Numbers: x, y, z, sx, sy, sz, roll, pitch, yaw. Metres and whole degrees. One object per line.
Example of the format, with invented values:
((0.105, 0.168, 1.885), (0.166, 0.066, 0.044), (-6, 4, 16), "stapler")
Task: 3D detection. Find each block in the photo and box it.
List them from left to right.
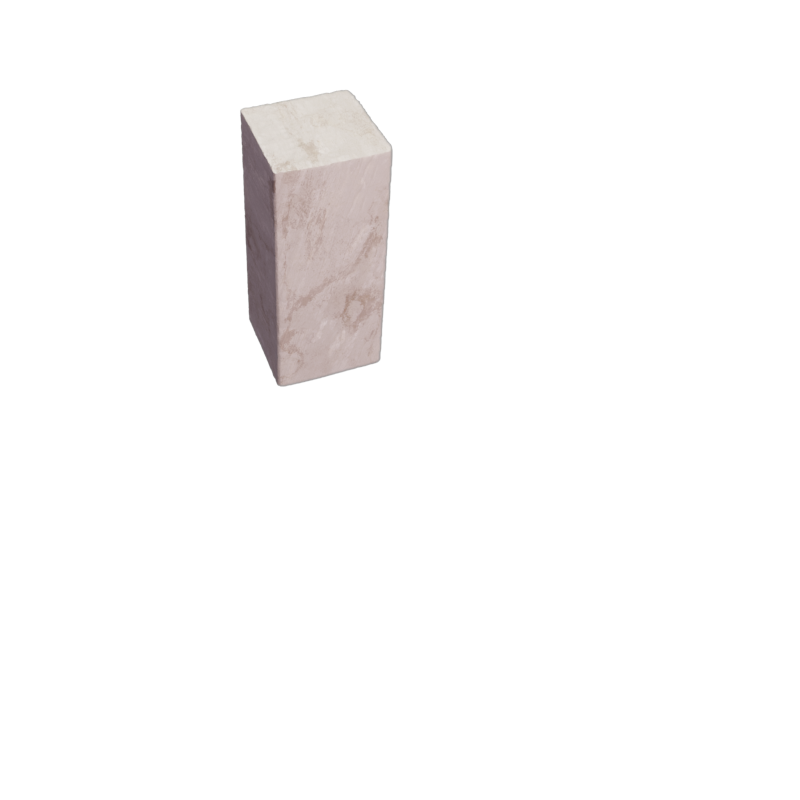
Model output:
((-0.066, -0.122, 0.855), (0.089, 0.192, 0.098), (-13, 44, -17), "block")
